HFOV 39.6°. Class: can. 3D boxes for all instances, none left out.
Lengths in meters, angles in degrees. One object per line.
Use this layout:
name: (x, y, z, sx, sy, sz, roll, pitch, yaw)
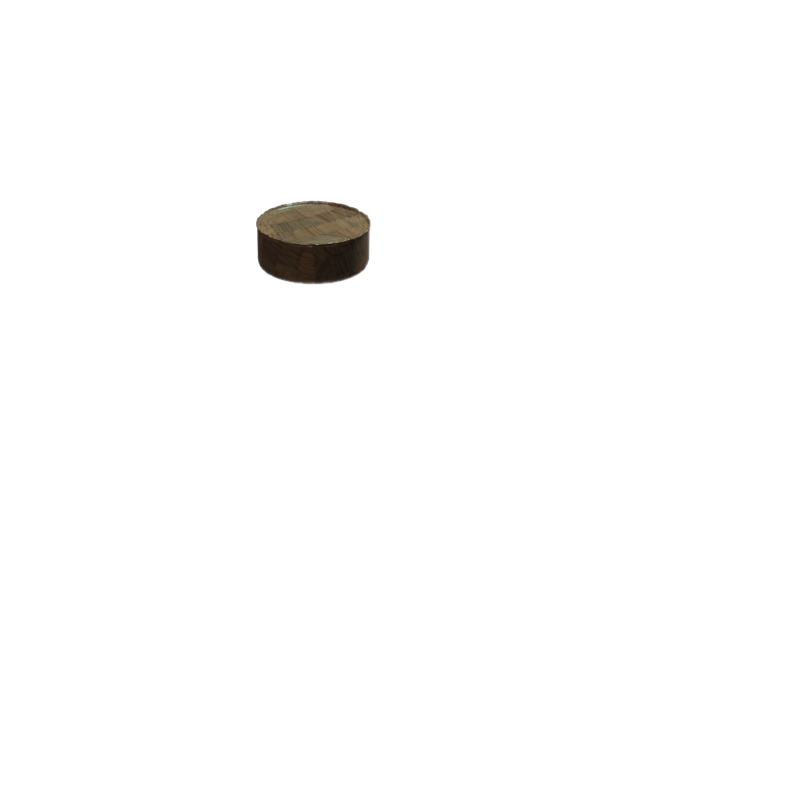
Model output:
can: (-0.065, -0.119, 0.833, 0.086, 0.032, 0.091, -1, 29, -2)
